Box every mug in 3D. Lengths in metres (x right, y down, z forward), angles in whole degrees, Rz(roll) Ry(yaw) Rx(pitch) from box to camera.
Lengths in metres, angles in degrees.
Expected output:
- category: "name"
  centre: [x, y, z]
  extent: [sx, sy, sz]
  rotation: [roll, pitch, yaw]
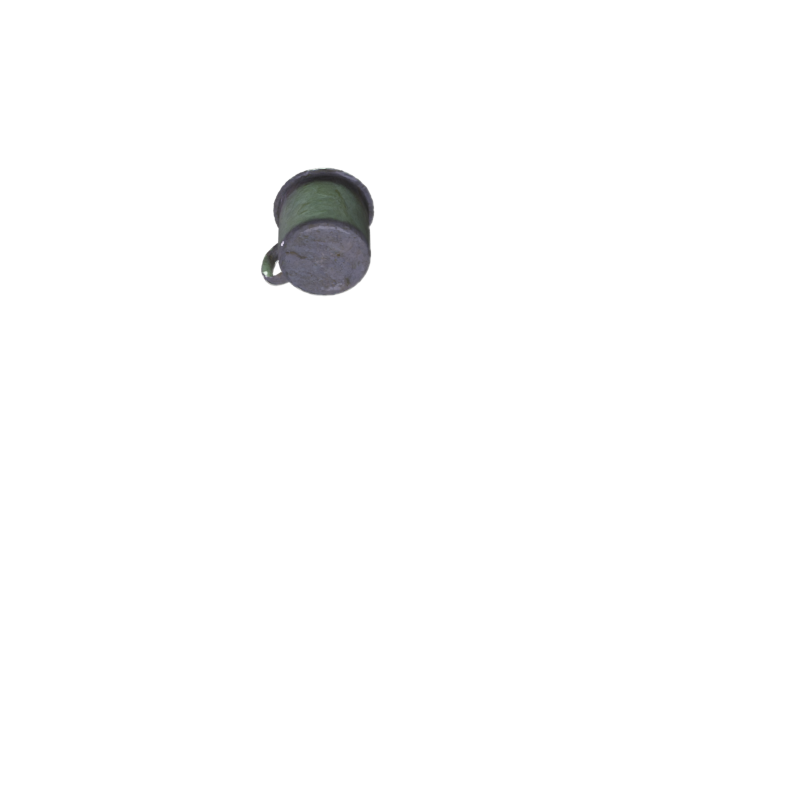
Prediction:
- category: "mug"
  centre: [-0.078, -0.142, 0.993]
  extent: [0.117, 0.087, 0.087]
  rotation: [-29, 34, 20]
